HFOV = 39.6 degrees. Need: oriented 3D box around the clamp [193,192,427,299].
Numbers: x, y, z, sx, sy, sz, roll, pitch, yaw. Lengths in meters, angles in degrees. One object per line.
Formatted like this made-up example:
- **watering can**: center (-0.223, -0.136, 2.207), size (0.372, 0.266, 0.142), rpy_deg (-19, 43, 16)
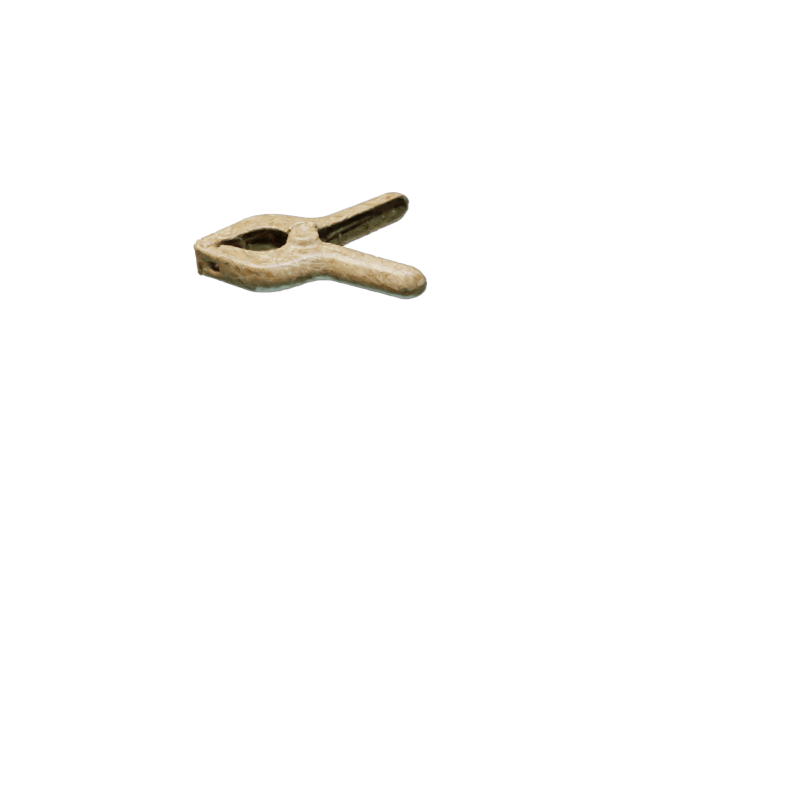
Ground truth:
- **clamp**: center (-0.065, -0.119, 0.831), size (0.173, 0.037, 0.127), rpy_deg (3, 34, 4)
